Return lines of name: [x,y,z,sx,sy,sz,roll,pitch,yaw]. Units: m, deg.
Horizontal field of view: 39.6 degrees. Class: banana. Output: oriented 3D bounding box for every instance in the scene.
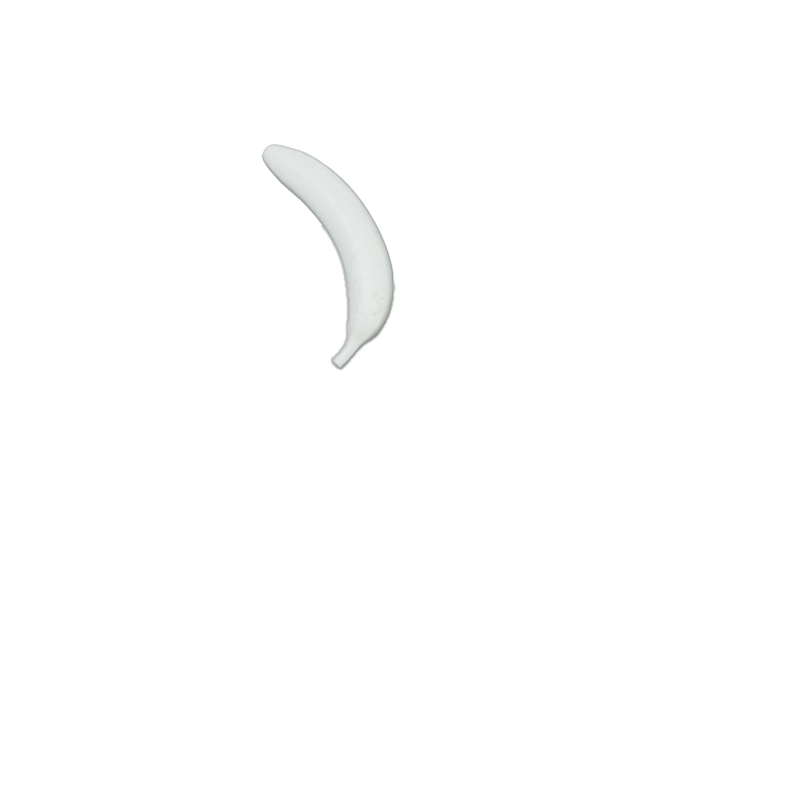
banana: [-0.050,-0.127,0.878,0.069,0.209,0.035,-17,-21,-7]
